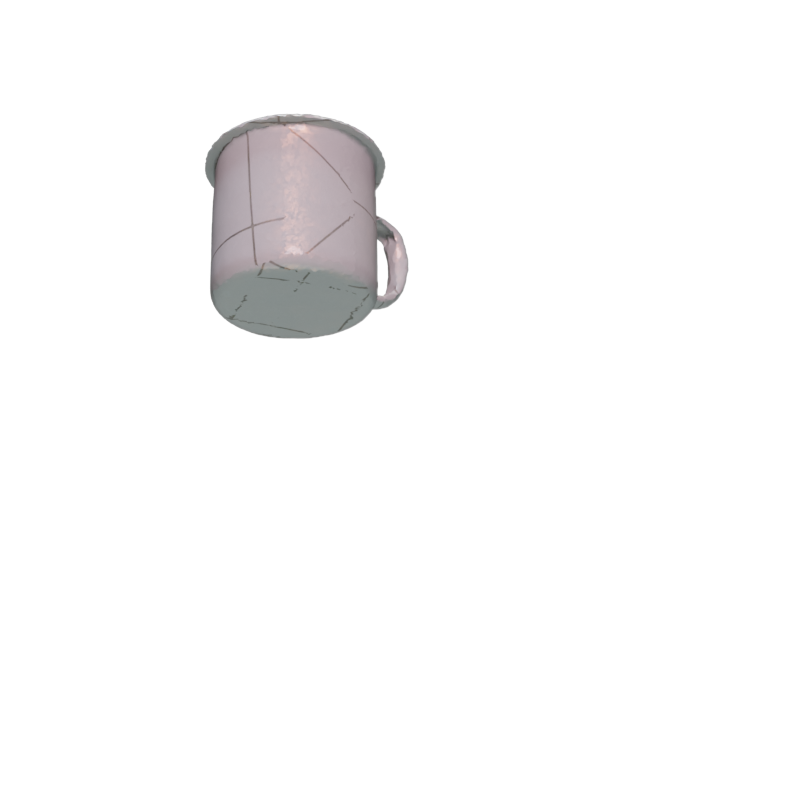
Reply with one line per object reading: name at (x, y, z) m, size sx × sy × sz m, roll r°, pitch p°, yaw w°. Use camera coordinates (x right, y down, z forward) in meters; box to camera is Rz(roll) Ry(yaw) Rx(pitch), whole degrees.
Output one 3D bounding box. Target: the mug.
mug at (-0.044, -0.080, 0.559) m, size 0.110 × 0.087 × 0.093 m, roll 20°, pitch -33°, yaw -36°
